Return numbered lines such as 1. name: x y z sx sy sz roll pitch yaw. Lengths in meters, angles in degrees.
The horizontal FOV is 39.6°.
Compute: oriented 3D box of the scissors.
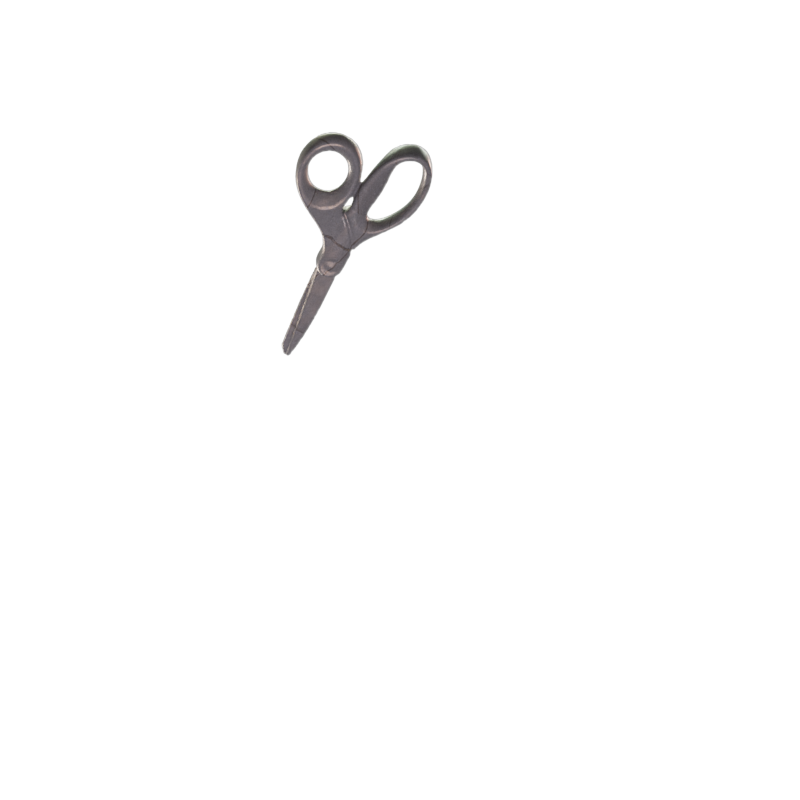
1. scissors: -0.059 -0.107 0.753 0.091 0.017 0.198 30 -54 -25
